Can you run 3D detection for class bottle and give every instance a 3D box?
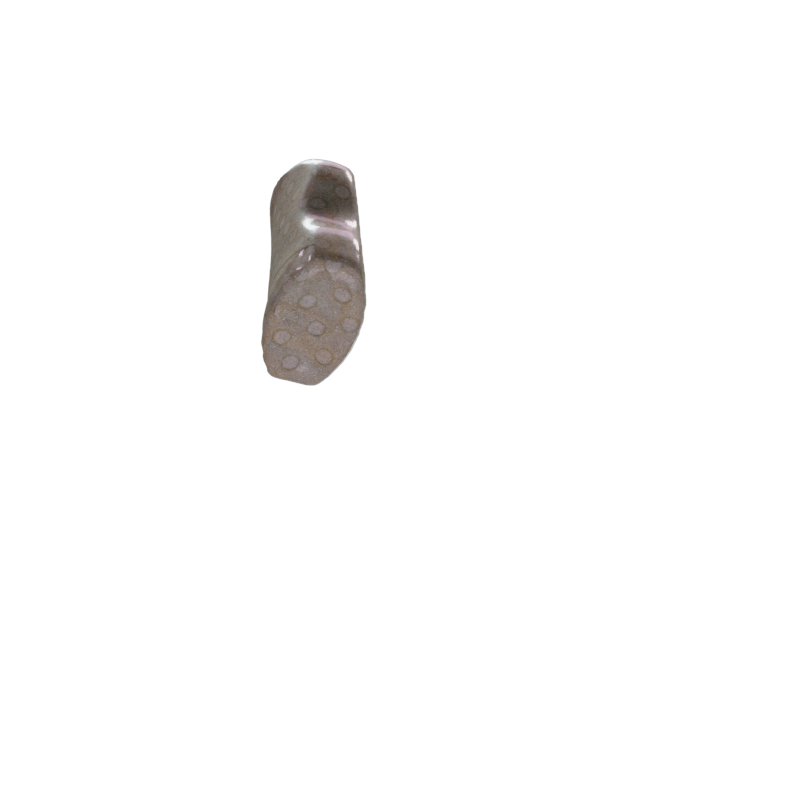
[{"bbox_3d":[-0.058,-0.105,0.738,0.057,0.091,0.205,12,36,-13],"label":"bottle"}]
